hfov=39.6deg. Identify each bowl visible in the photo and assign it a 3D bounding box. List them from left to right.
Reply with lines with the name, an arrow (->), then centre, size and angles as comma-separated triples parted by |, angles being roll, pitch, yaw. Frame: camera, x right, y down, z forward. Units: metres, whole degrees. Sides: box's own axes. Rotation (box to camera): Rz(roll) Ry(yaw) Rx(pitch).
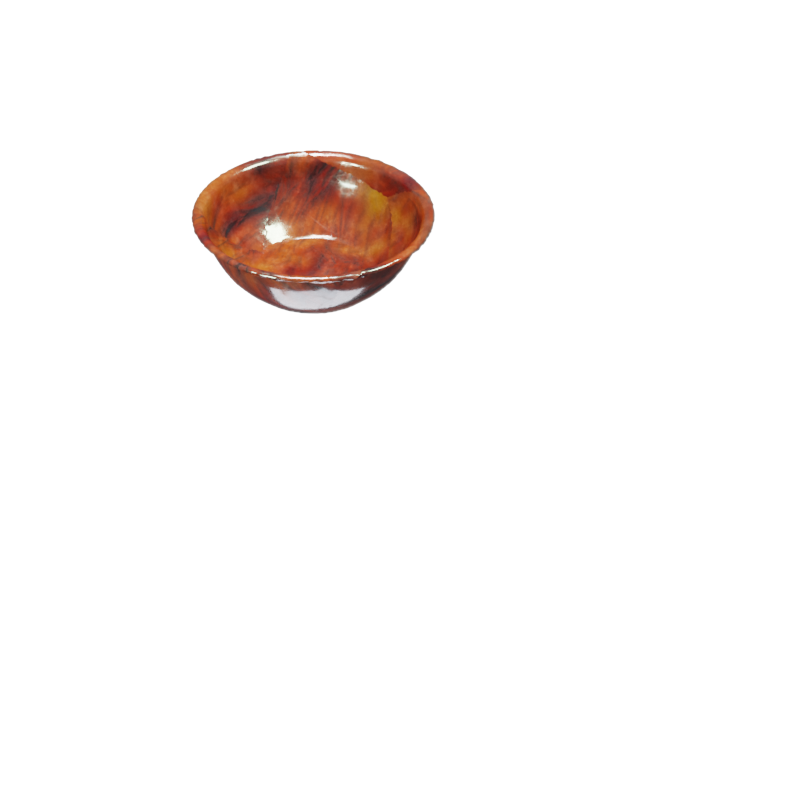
bowl -> -0.059, -0.107, 0.752 | 0.162, 0.051, 0.174 | -1, 39, -2
